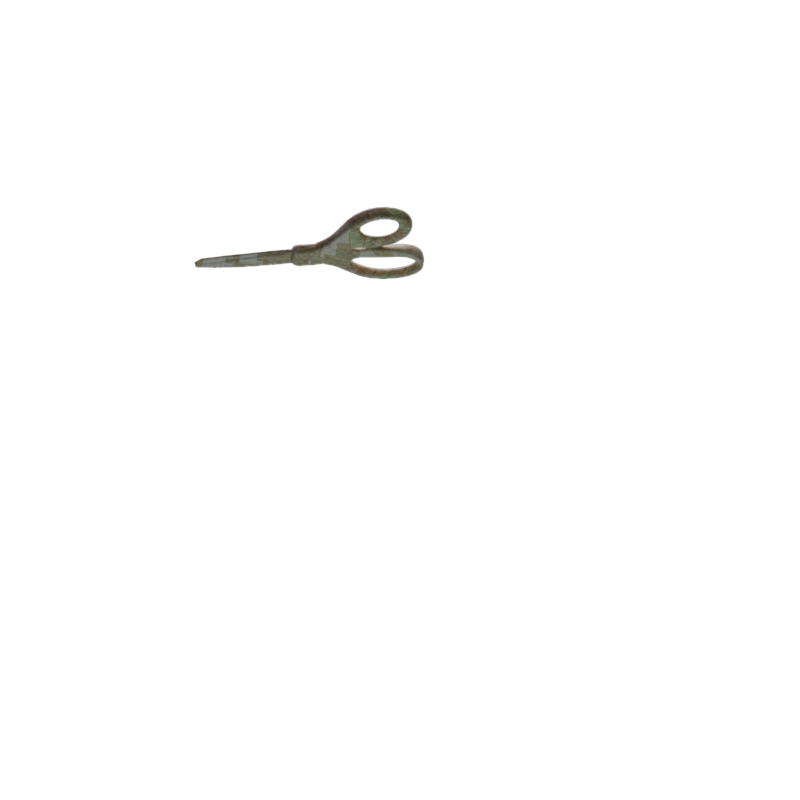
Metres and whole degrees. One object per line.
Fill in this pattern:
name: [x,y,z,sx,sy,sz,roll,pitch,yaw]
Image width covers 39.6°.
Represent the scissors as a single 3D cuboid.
scissors: [-0.076,-0.138,0.965,0.200,0.017,0.091,5,-36,-6]
